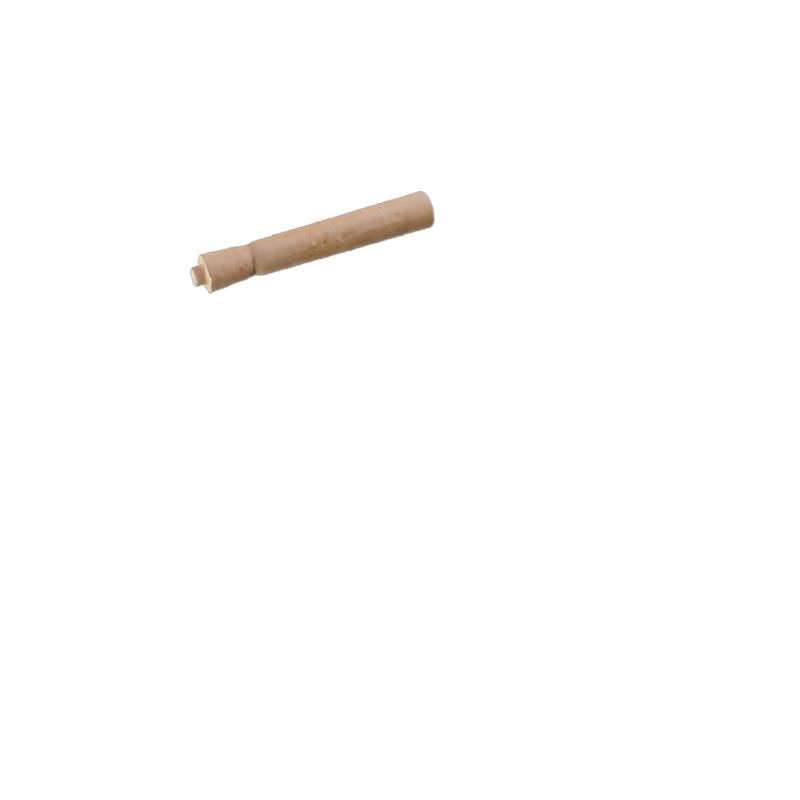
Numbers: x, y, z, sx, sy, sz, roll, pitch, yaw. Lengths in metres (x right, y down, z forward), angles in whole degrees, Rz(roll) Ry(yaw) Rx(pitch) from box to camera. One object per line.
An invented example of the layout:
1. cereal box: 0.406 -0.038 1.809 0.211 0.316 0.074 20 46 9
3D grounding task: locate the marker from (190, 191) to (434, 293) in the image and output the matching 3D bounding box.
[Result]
1. marker: -0.041 -0.075 0.526 0.120 0.019 0.020 -19 10 -17
